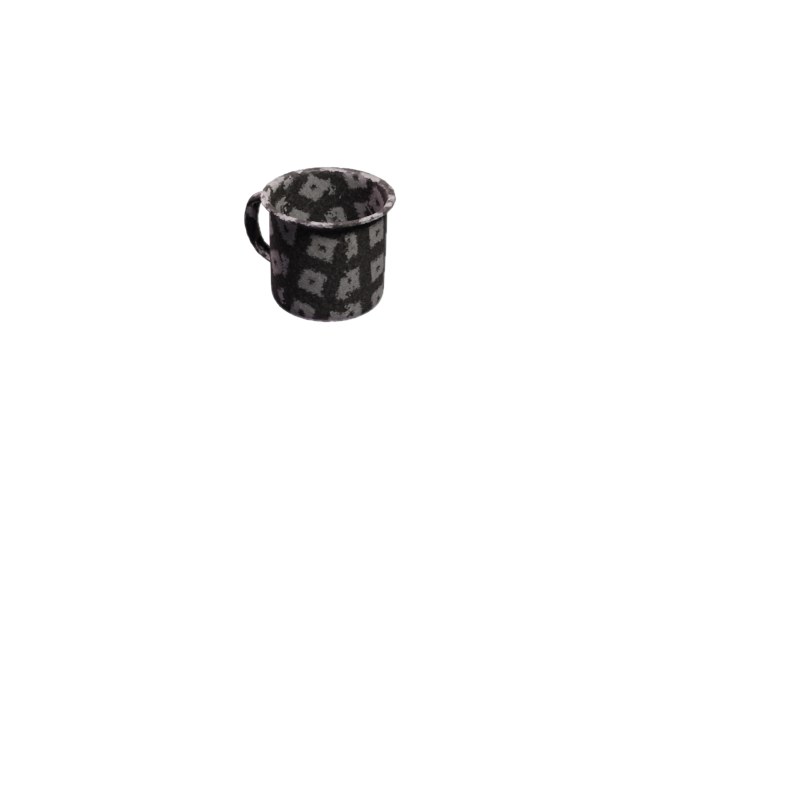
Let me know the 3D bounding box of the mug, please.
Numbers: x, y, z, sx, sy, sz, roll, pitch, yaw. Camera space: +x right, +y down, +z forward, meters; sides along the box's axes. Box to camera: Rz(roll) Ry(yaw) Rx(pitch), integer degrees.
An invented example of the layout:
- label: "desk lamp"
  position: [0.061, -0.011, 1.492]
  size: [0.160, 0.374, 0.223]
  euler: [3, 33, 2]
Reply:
- label: "mug"
  position: [-0.061, -0.112, 0.785]
  size: [0.123, 0.077, 0.095]
  euler: [18, 36, 24]
